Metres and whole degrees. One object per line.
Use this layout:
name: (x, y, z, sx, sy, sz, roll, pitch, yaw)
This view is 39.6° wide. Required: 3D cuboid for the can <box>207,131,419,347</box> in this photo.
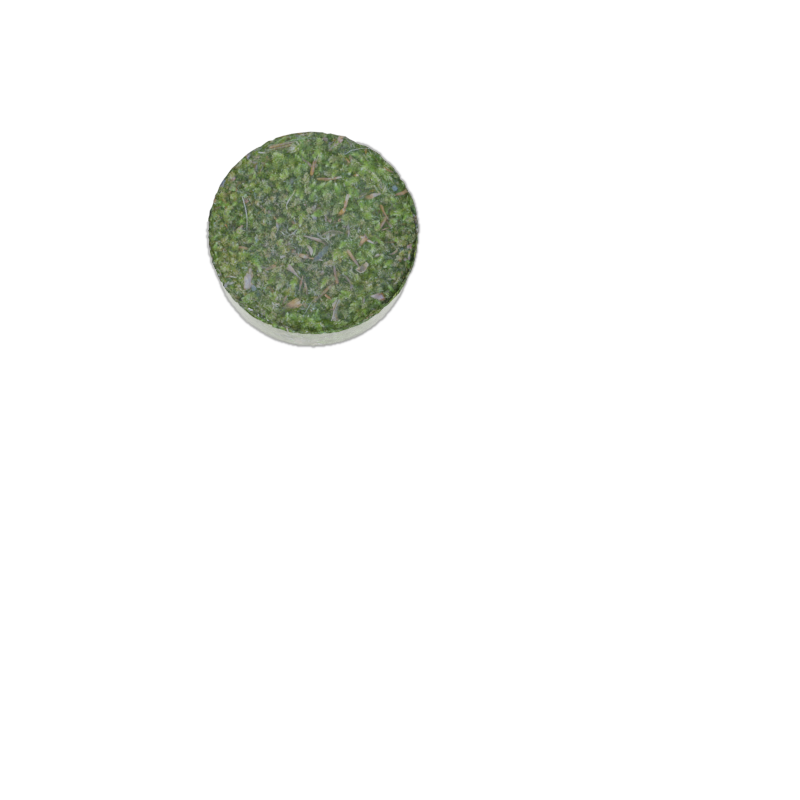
can: (-0.036, -0.066, 0.463, 0.086, 0.089, 0.032, 0, -15, -1)
